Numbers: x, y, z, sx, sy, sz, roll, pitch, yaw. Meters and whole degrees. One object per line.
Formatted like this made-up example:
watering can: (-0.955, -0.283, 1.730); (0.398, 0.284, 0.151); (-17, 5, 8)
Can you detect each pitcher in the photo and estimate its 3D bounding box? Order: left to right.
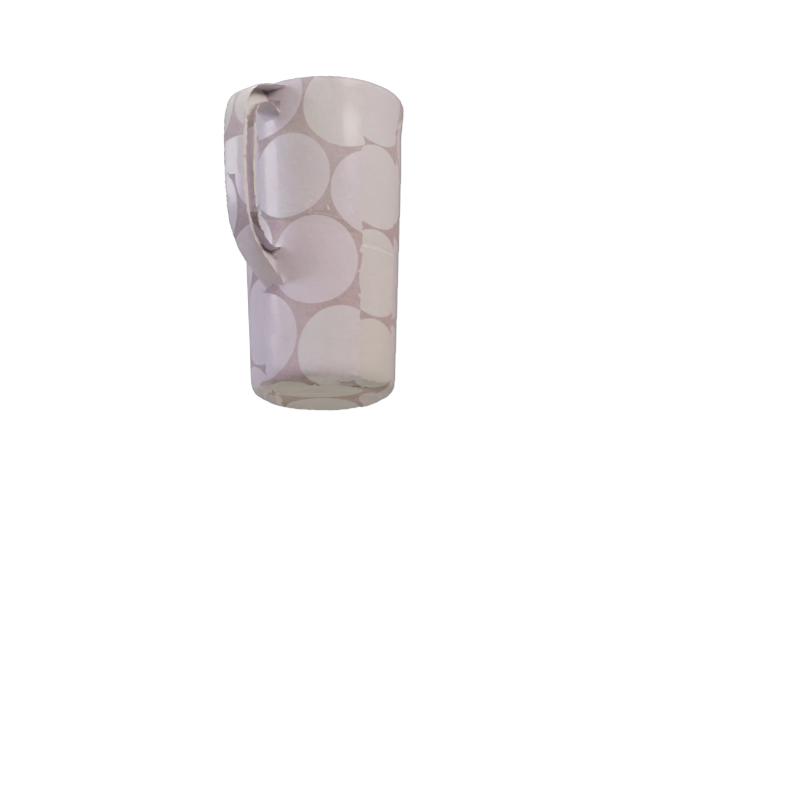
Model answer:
pitcher: (-0.067, -0.123, 0.860); (0.147, 0.254, 0.140); (2, -18, -10)
